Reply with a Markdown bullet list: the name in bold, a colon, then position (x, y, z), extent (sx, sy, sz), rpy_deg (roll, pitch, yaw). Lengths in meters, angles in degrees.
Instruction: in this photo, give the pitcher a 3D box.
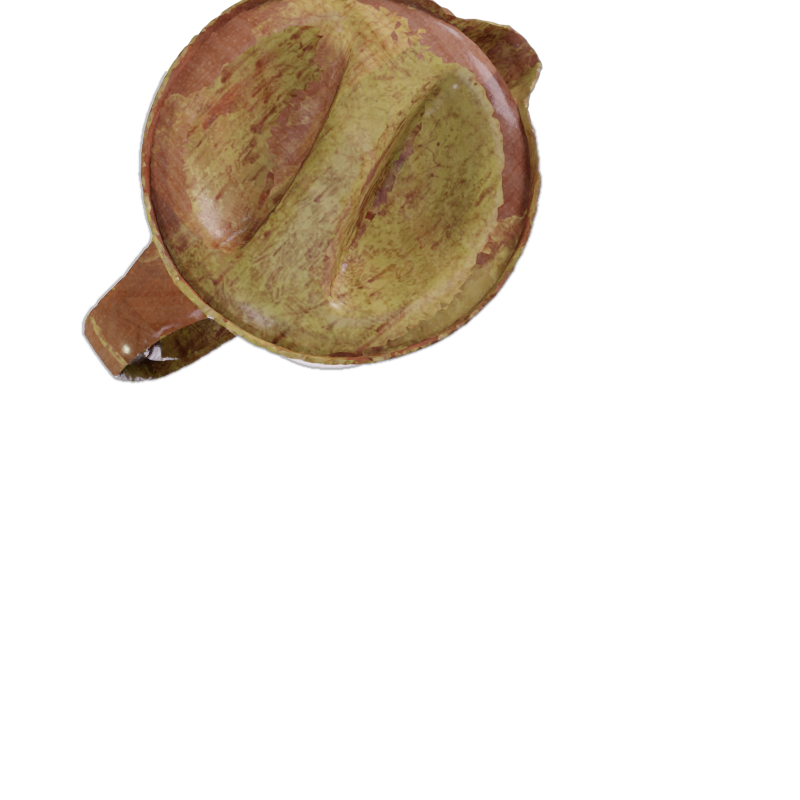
- **pitcher**: position (-0.037, -0.068, 0.477), extent (0.149, 0.148, 0.239), rpy_deg (8, -5, -3)
